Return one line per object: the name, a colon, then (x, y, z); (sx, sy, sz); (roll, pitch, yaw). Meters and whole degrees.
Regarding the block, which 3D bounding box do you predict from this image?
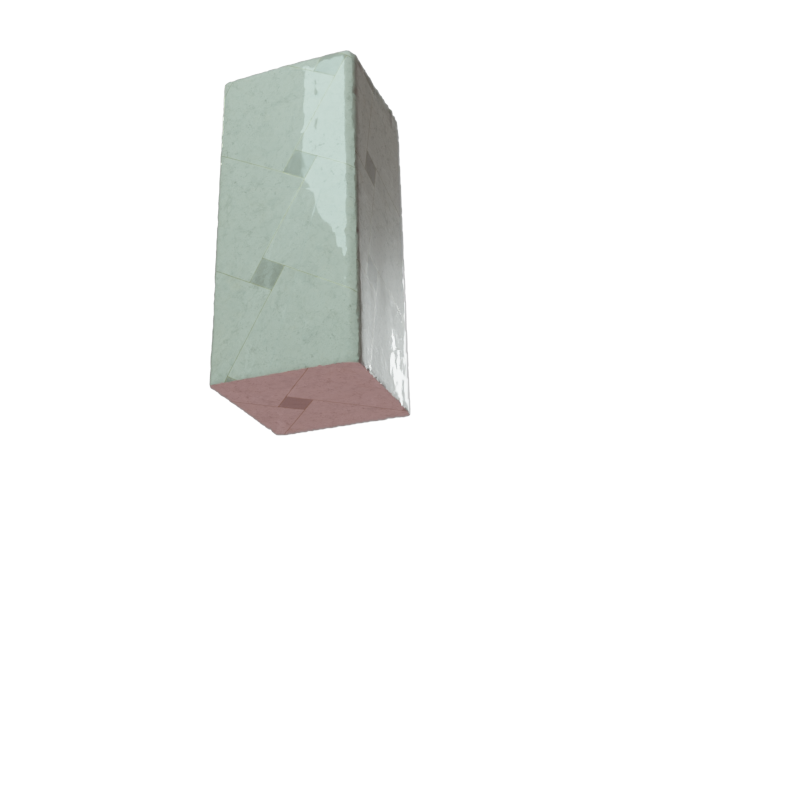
block: (-0.052, -0.096, 0.674); (0.091, 0.219, 0.084); (-12, -29, 18)
